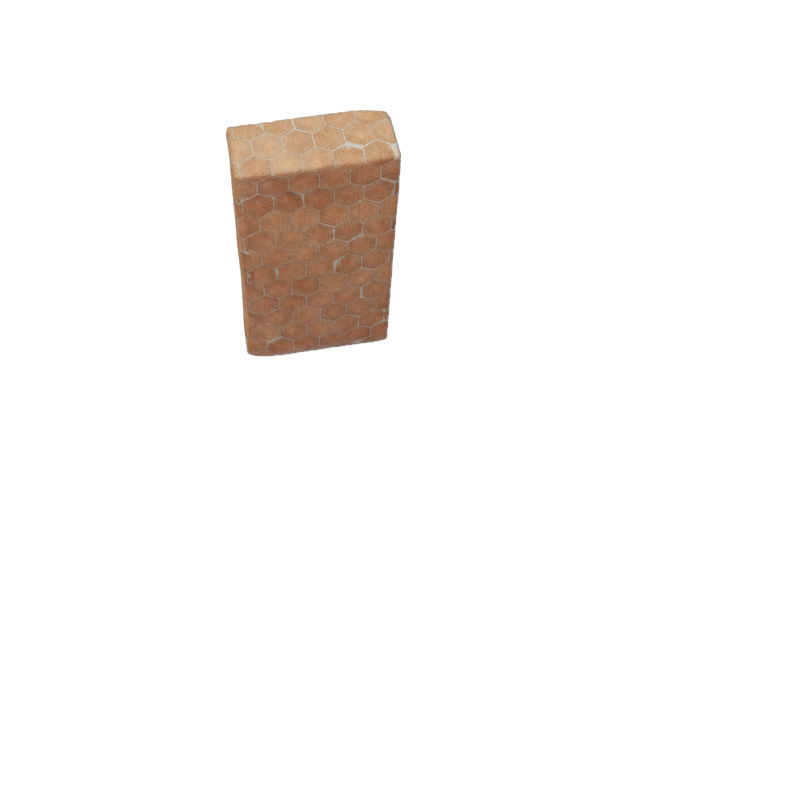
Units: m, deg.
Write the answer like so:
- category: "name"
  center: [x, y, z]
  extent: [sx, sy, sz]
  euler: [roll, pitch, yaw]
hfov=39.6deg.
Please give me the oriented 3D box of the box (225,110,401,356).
- category: "box"
  center: [-0.052, -0.095, 0.664]
  extent: [0.093, 0.052, 0.165]
  euler: [-7, -36, -9]
